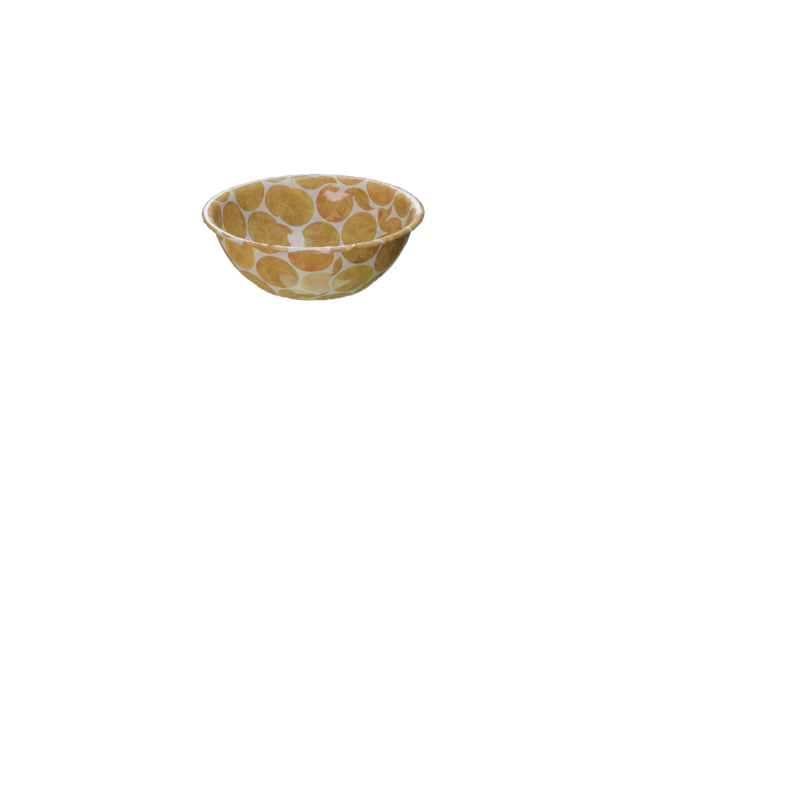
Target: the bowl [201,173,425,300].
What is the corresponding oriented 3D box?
[{"bbox_3d":[-0.064,-0.116,0.813,0.162,0.052,0.171,-1,28,-2],"label":"bowl"}]
